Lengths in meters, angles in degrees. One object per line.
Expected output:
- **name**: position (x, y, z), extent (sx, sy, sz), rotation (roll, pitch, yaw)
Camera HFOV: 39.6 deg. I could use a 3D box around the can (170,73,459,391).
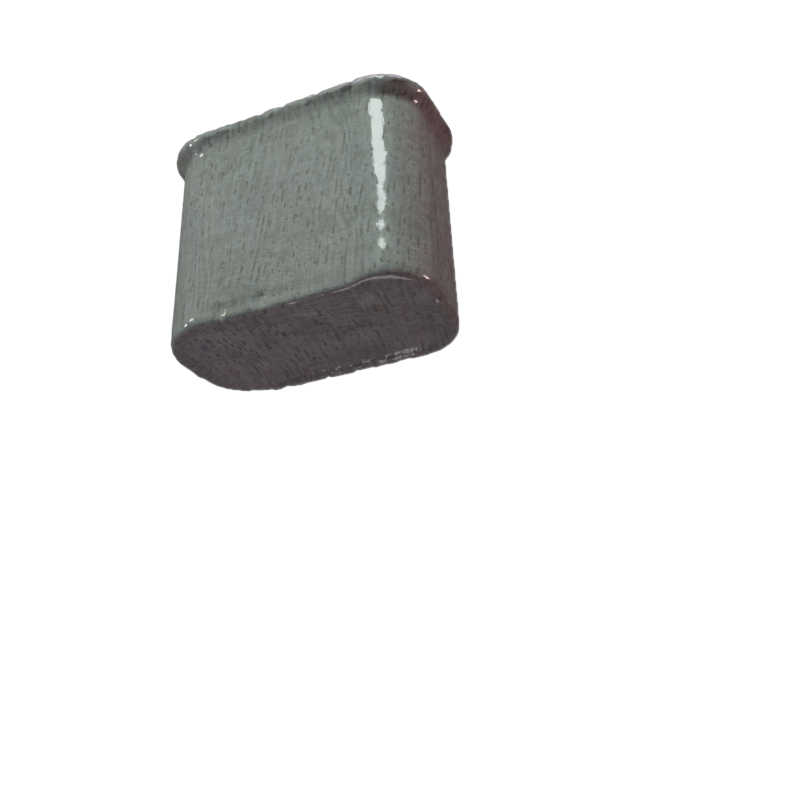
- **can**: position (-0.031, -0.056, 0.393), extent (0.103, 0.089, 0.053), rotation (-14, -34, 21)
